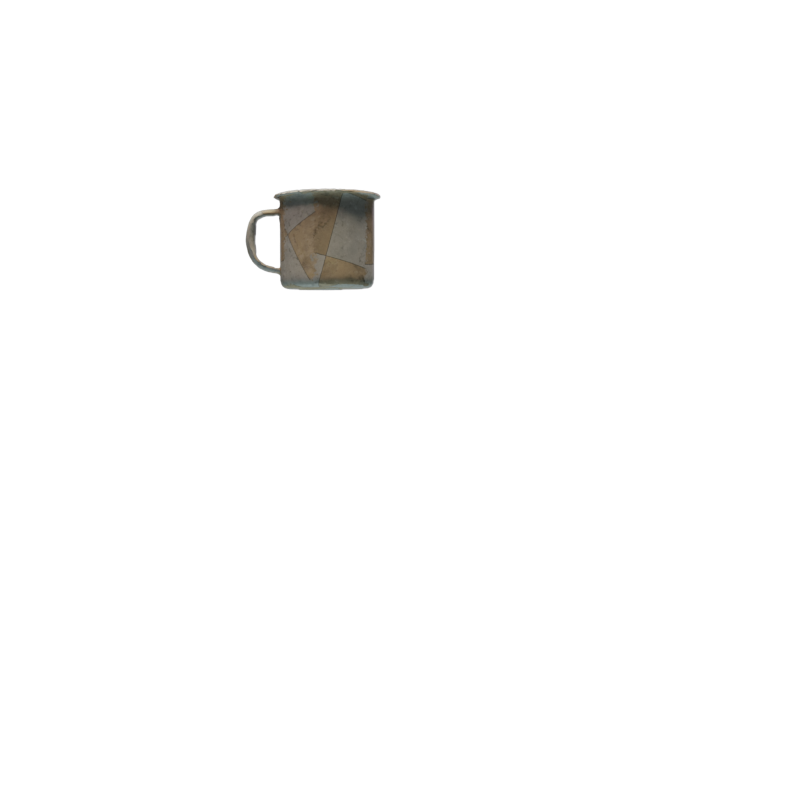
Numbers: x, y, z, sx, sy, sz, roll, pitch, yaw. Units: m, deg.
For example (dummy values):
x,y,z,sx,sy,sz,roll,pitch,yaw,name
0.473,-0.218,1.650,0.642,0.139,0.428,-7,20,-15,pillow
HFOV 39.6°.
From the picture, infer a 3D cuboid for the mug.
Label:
x,y,z,sx,sy,sz,roll,pitch,yaw,name
-0.075,-0.137,0.961,0.116,0.082,0.093,0,0,-5,mug
